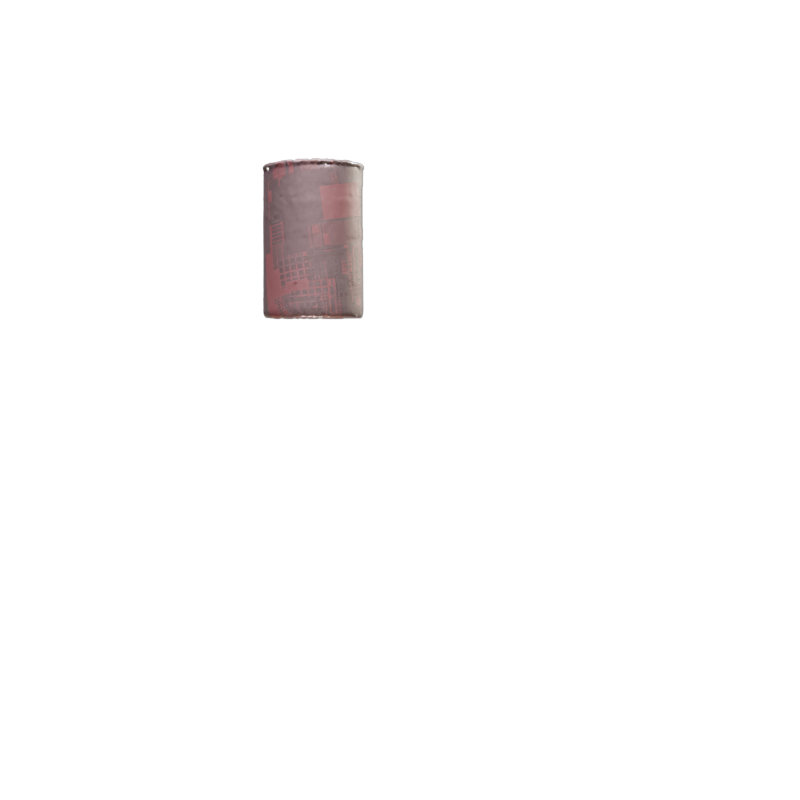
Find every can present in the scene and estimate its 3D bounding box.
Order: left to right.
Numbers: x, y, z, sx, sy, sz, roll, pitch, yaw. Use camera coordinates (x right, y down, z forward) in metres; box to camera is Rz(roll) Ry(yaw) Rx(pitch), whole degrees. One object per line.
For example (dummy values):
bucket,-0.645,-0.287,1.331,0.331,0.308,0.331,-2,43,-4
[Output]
can,-0.058,-0.105,0.738,0.068,0.103,0.068,0,-2,-2
